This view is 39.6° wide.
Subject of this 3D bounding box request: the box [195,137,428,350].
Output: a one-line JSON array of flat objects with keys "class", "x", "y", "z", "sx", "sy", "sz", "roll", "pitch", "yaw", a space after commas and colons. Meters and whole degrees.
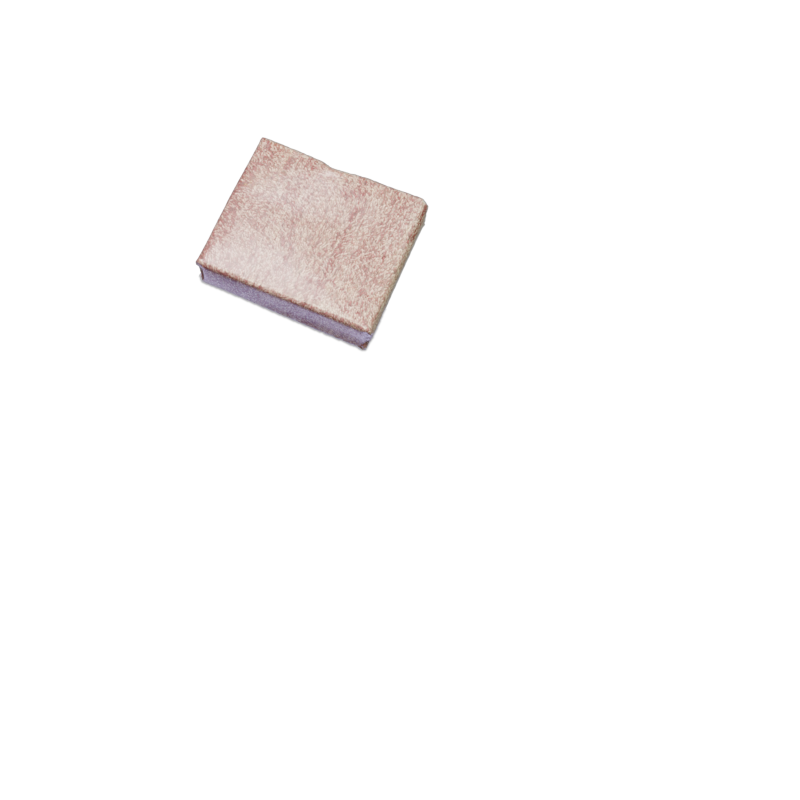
[{"class": "box", "x": -0.041, "y": -0.075, "z": 0.528, "sx": 0.091, "sy": 0.075, "sz": 0.029, "roll": 22, "pitch": -20, "yaw": 8}]
